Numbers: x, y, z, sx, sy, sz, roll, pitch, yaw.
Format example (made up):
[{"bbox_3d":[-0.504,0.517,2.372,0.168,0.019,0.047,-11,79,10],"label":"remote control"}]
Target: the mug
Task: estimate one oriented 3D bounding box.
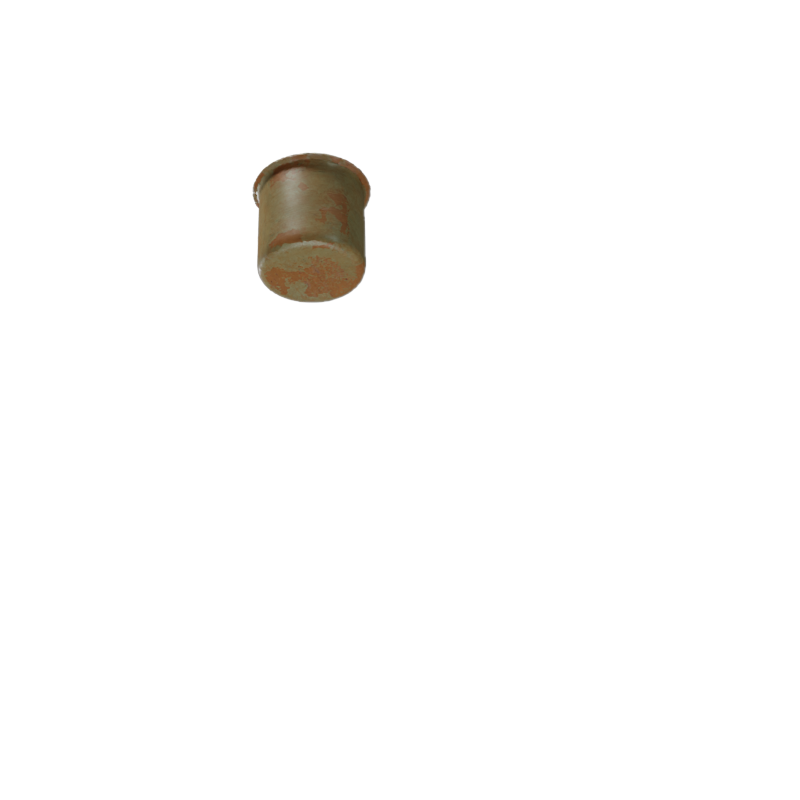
[{"bbox_3d":[-0.067,-0.122,0.857,0.094,0.087,0.109,-3,-34,3],"label":"mug"}]
